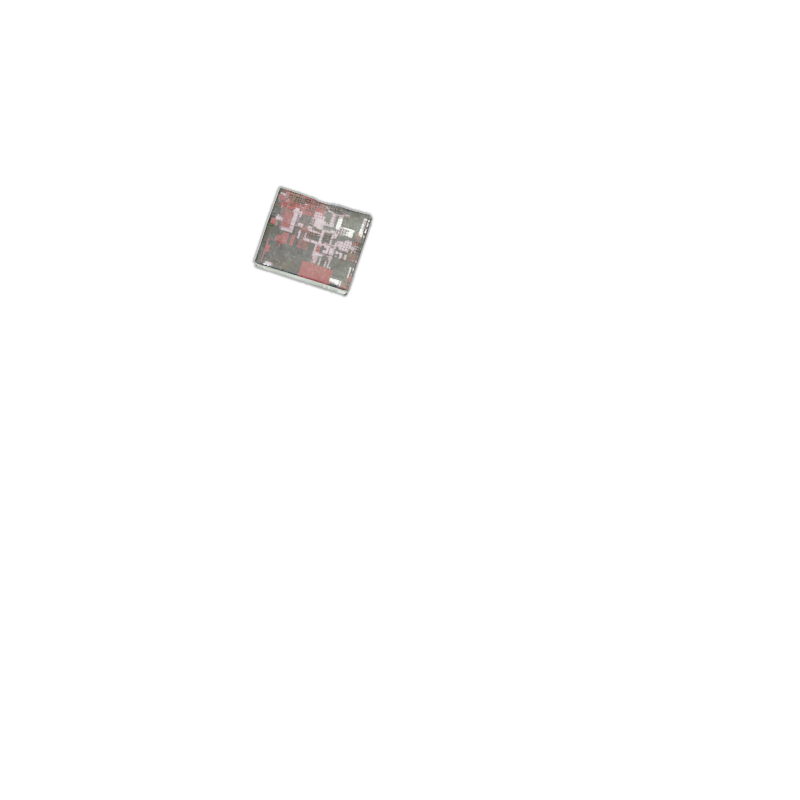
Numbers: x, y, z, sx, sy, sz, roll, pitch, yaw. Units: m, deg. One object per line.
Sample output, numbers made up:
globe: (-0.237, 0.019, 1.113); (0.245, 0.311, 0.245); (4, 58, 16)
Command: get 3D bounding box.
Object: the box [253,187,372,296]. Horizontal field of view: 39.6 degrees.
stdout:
box: (-0.077, -0.142, 0.992); (0.090, 0.075, 0.029); (18, -11, 3)
